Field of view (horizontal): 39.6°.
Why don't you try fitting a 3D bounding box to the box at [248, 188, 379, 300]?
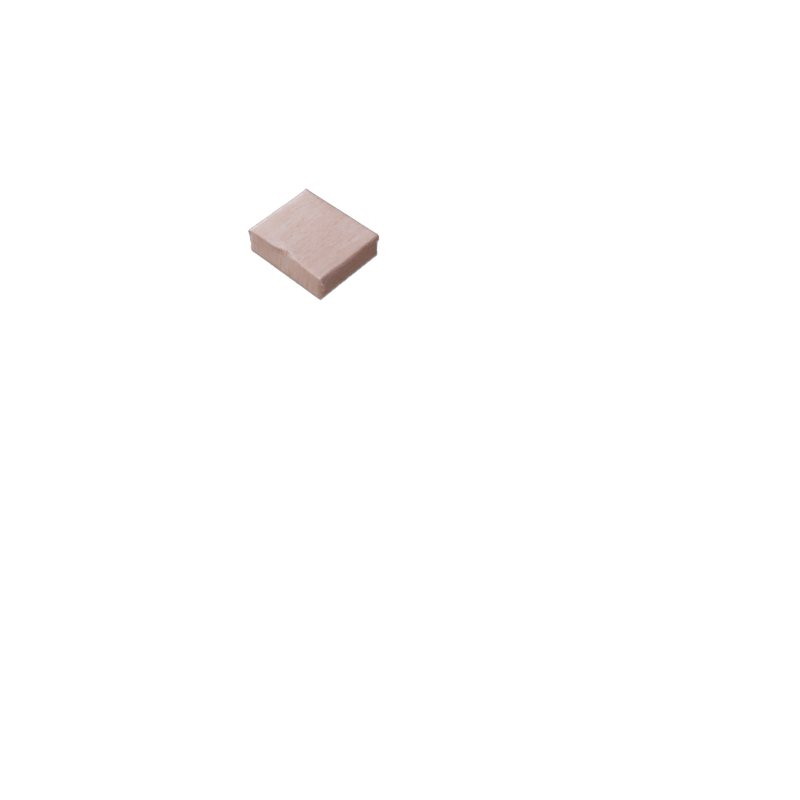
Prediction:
[{"bbox_3d":[-0.075,-0.137,0.961,0.095,0.028,0.074,36,58,26],"label":"box"}]
